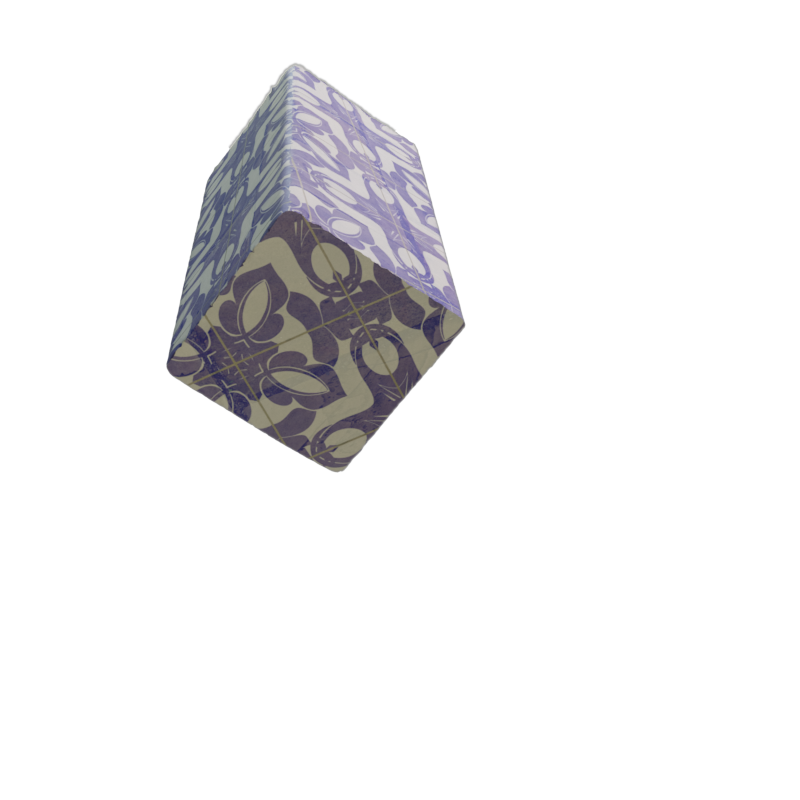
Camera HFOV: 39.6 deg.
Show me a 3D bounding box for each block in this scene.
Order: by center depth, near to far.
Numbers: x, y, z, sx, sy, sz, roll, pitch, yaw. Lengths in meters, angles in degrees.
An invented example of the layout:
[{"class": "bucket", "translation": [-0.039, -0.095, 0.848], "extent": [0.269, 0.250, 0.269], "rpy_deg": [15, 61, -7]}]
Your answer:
[{"class": "block", "translation": [-0.042, -0.076, 0.532], "extent": [0.087, 0.089, 0.219], "rpy_deg": [31, 23, -20]}]
